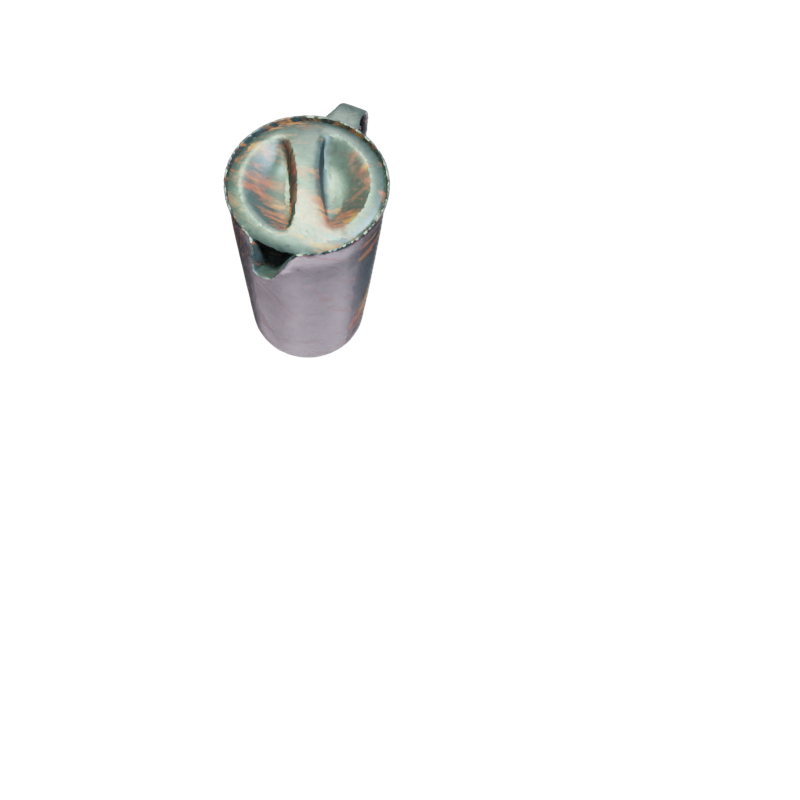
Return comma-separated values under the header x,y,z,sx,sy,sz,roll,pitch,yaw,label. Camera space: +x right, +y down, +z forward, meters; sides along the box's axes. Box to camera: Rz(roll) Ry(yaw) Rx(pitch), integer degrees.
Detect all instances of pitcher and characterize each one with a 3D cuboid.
x,y,z,sx,sy,sz,roll,pitch,yaw,label
-0.077,-0.141,0.989,0.148,0.154,0.230,-20,-21,-12,pitcher
